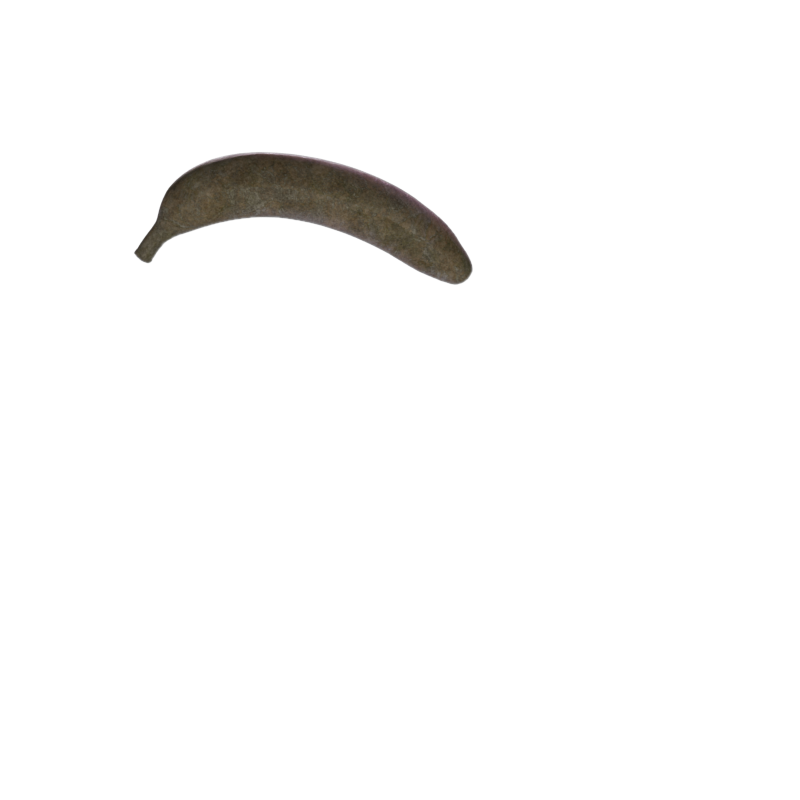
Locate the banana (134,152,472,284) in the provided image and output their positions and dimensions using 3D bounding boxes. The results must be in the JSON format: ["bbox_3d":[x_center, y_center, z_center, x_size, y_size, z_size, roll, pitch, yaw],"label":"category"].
[{"bbox_3d":[-0.052,-0.108,0.642,0.197,0.066,0.039,5,32,-3],"label":"banana"}]
